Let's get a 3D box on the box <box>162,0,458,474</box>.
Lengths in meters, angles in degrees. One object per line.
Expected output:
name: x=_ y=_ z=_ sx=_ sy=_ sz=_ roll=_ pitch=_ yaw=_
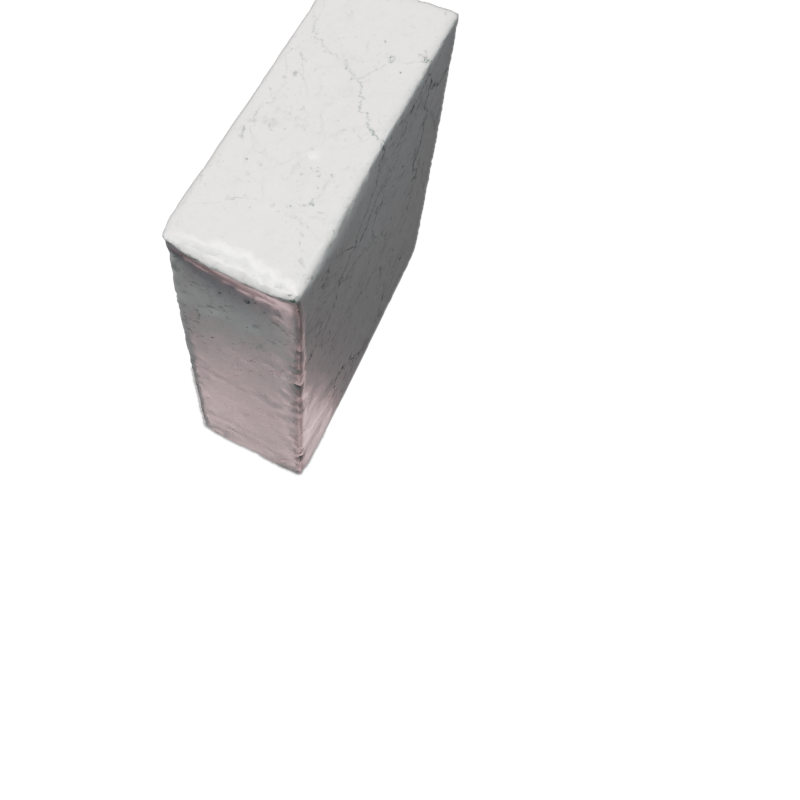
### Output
box: x=-0.044 y=-0.080 z=0.557 sx=0.073 sy=0.170 sz=0.202 roll=23 pitch=-24 yaw=6
